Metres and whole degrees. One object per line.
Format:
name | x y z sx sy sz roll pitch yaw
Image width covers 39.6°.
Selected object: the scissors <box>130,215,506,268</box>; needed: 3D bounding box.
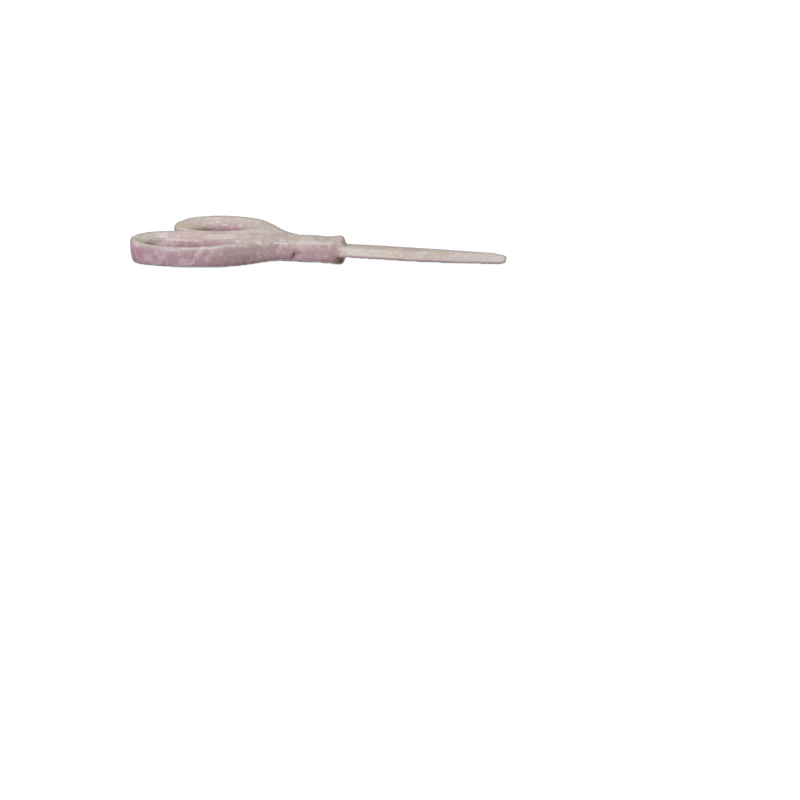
scissors | -0.049 -0.089 0.626 0.201 0.015 0.100 -1 20 -2
